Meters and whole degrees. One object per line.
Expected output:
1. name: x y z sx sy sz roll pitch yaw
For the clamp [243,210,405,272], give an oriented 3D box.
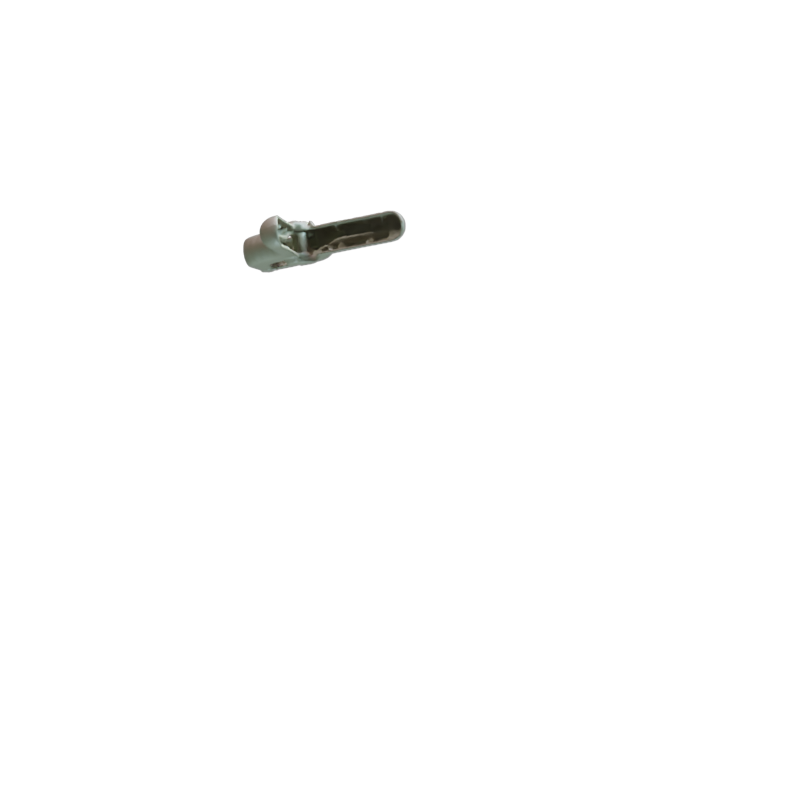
1. clamp: -0.072 -0.132 0.922 0.117 0.039 0.174 0 1 -18
